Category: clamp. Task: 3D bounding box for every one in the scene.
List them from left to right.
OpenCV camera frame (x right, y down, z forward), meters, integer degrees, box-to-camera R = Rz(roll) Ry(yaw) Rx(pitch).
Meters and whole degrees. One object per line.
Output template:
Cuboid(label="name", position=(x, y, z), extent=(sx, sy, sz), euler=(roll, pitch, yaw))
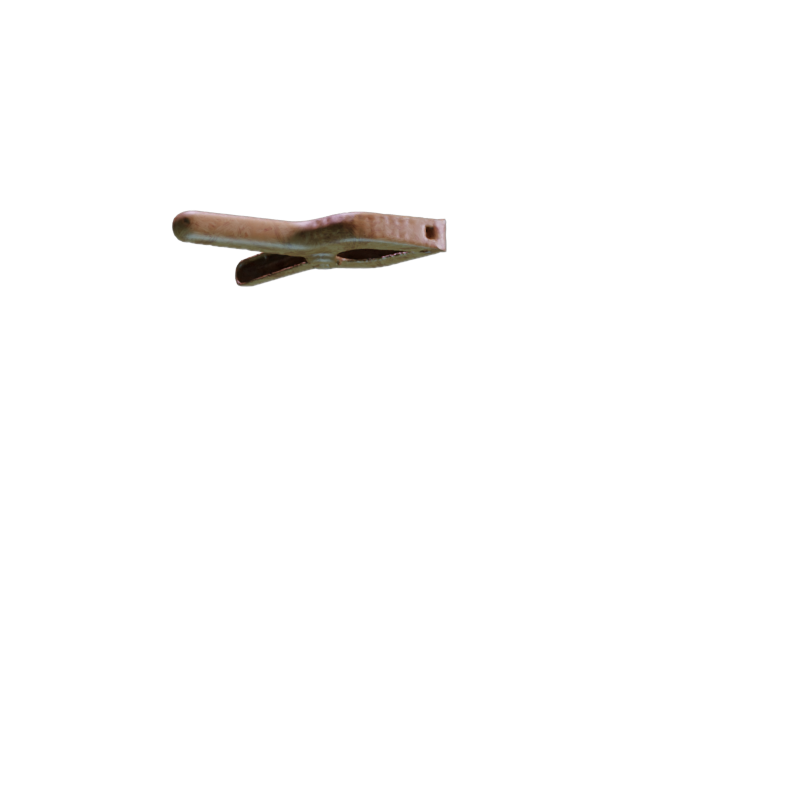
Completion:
Cuboid(label="clamp", position=(-0.070, -0.128, 0.895), extent=(0.214, 0.037, 0.156), euler=(-3, -9, 19))
